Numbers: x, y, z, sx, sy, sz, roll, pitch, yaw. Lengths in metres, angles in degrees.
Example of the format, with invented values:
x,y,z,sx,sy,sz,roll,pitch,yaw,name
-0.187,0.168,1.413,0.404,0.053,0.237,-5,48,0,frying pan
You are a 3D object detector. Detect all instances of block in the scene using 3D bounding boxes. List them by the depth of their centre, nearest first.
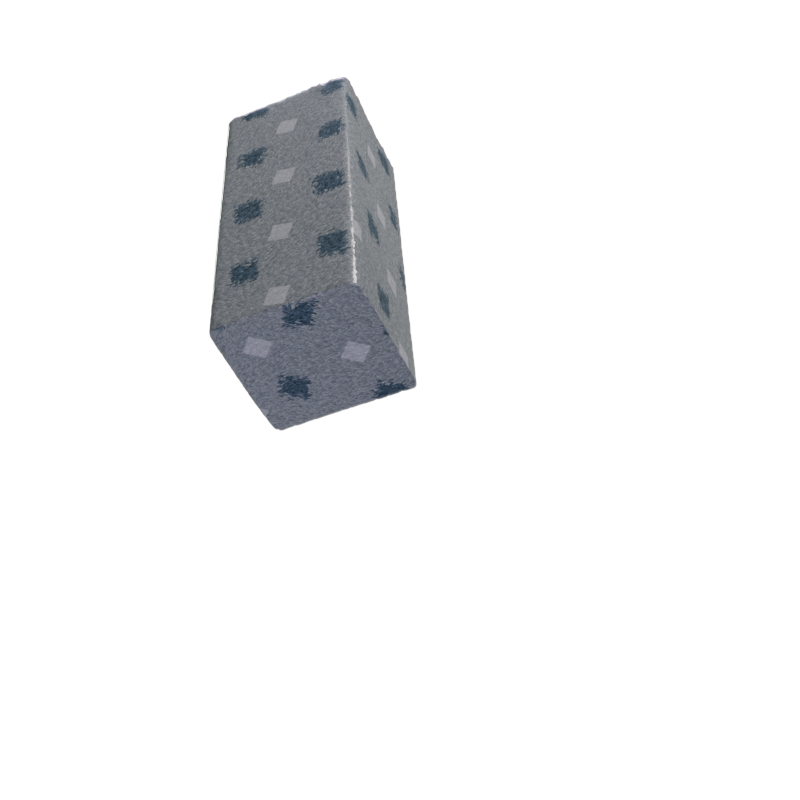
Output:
x,y,z,sx,sy,sz,roll,pitch,yaw,name
-0.054,-0.098,0.683,0.091,0.221,0.083,-19,-48,14,block
